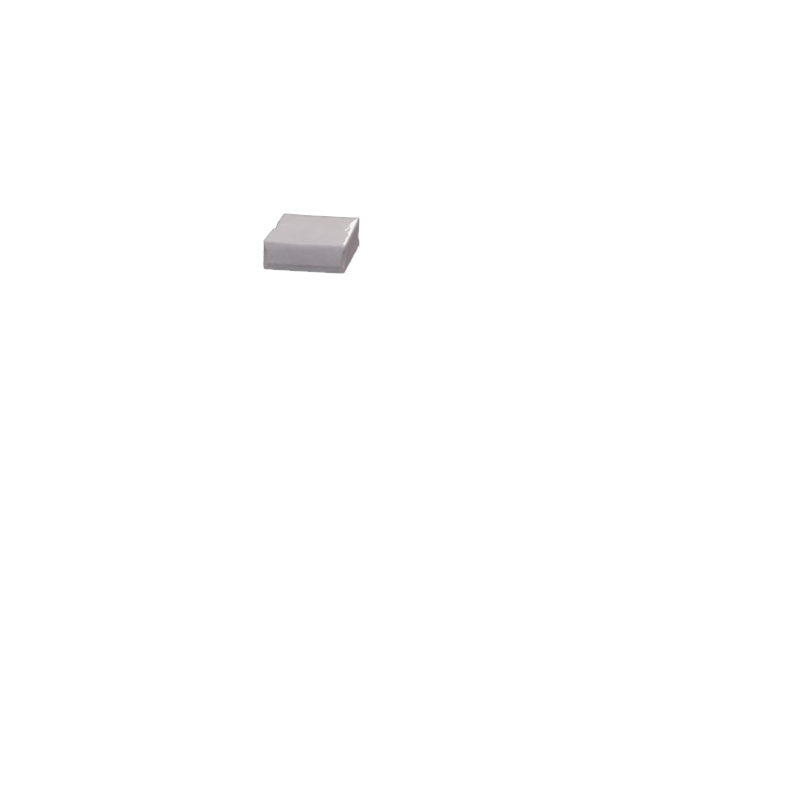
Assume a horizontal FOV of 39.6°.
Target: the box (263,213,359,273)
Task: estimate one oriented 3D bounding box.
[{"bbox_3d":[-0.078,-0.143,0.999,0.074,0.029,0.092,4,25,8],"label":"box"}]
